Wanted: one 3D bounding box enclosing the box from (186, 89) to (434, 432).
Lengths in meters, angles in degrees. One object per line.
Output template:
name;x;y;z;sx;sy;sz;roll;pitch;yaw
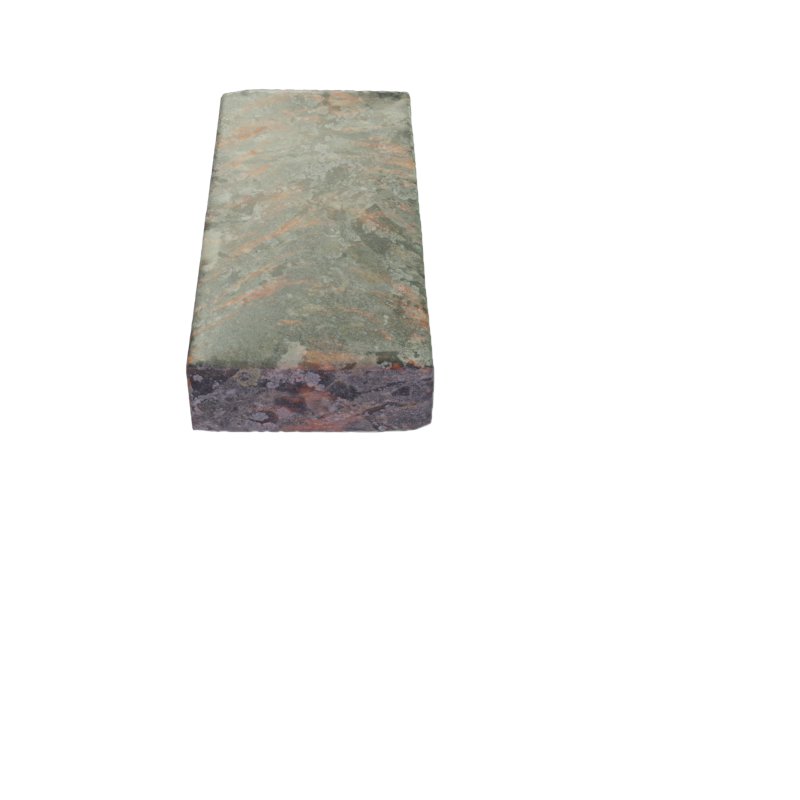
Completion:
box;-0.037;-0.068;0.476;0.093;0.189;0.045;-1;-41;-2
